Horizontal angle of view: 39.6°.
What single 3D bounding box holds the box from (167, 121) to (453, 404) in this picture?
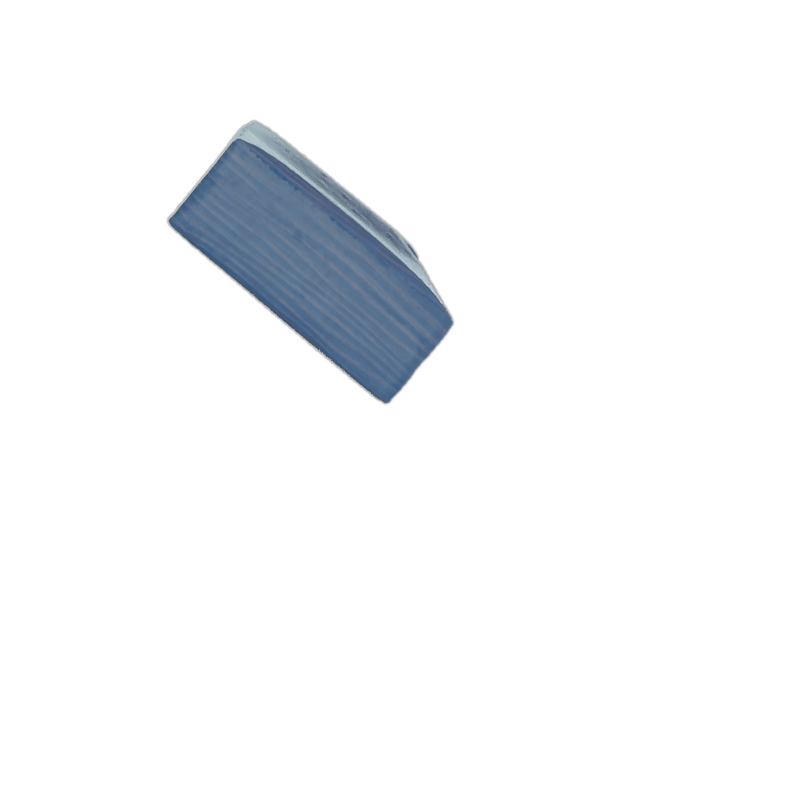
[{"bbox_3d":[-0.056,-0.102,0.716,0.161,0.071,0.221,39,10,-11],"label":"box"}]
